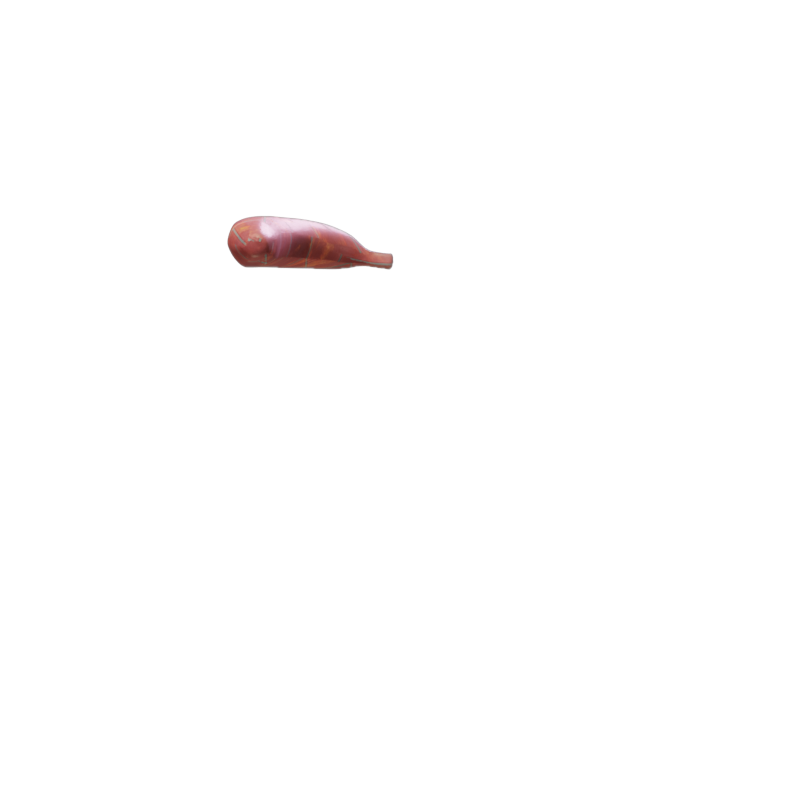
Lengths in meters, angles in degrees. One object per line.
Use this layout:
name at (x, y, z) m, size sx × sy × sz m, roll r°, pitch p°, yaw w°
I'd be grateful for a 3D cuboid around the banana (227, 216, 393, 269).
banana at (-0.075, -0.111, 0.778) m, size 0.072 × 0.037 × 0.192 m, roll 2°, pitch 6°, yaw 26°
